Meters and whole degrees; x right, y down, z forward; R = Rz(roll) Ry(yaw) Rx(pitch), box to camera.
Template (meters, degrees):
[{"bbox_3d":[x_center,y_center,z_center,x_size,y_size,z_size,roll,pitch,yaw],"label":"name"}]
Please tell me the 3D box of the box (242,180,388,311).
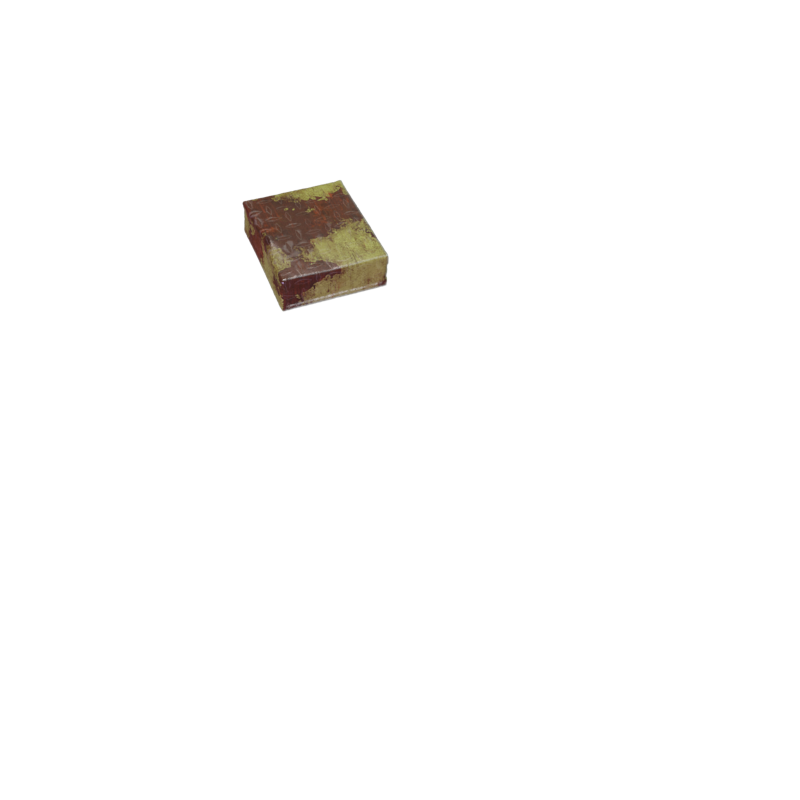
[{"bbox_3d":[-0.058,-0.105,0.736,0.072,0.028,0.097,-15,47,-15],"label":"box"}]
